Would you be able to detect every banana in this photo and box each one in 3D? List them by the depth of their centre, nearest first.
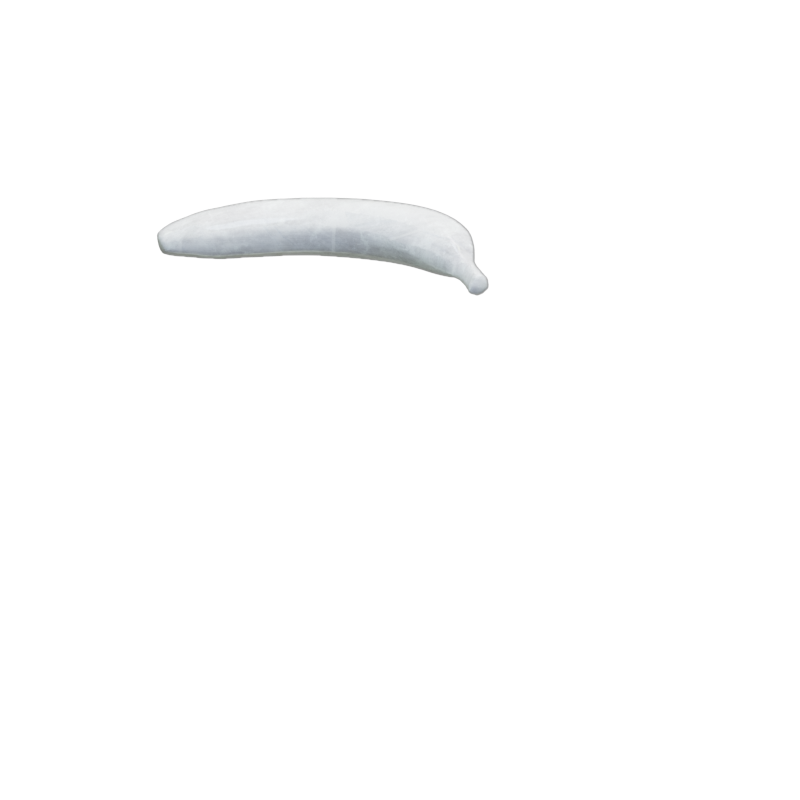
[{"bbox_3d":[-0.041,-0.097,0.649,0.203,0.035,0.071,7,22,17],"label":"banana"}]
